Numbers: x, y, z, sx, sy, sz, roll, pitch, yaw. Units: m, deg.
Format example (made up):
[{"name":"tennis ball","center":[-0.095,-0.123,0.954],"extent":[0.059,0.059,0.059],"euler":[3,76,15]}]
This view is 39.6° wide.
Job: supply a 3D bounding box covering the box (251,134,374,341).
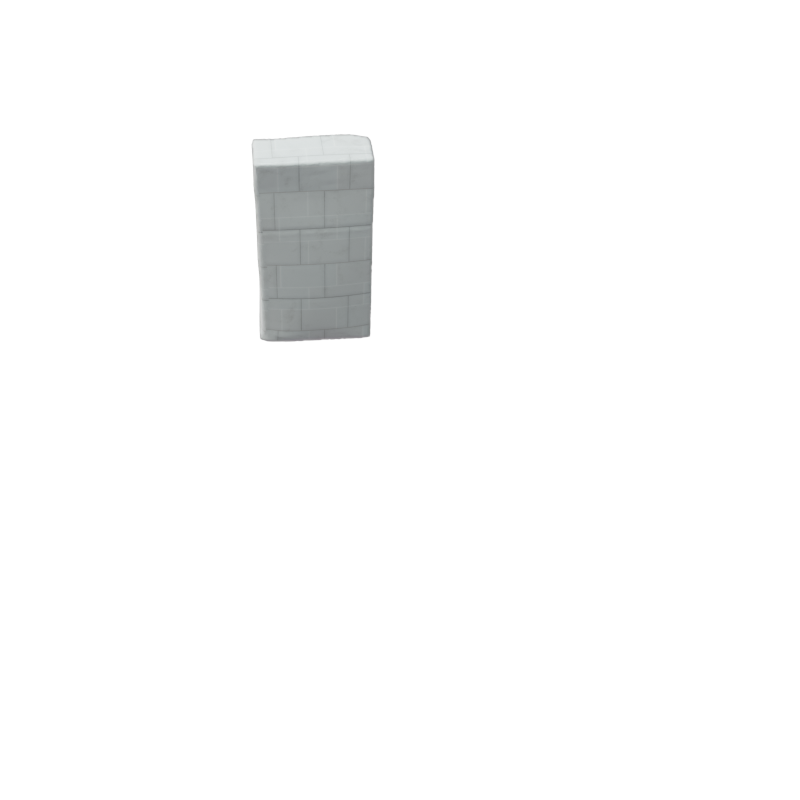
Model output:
[{"name":"box","center":[-0.069,-0.127,0.886],"extent":[0.093,0.165,0.052],"euler":[-2,37,-6]}]
